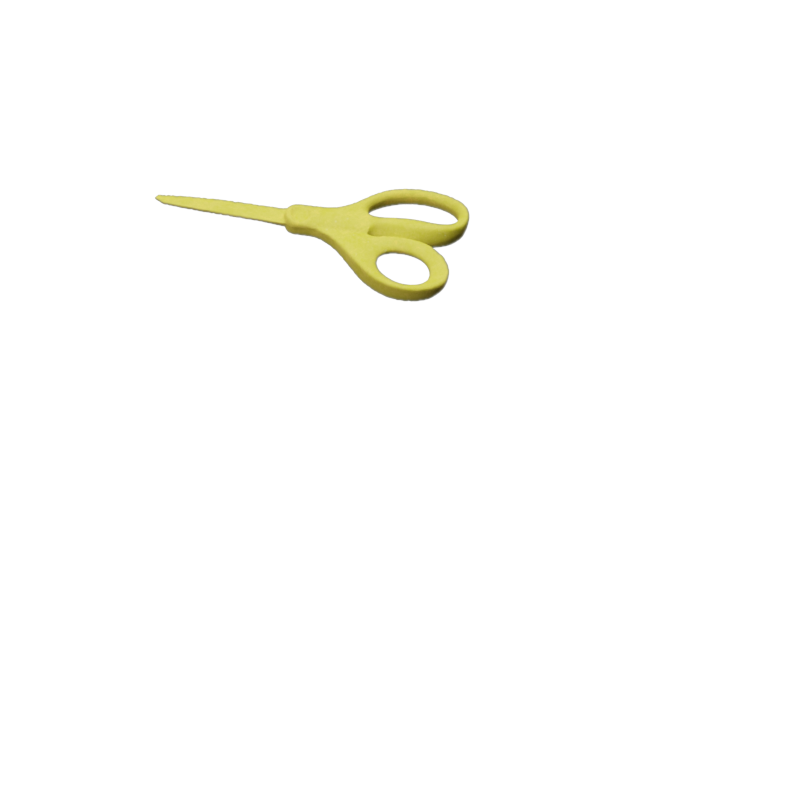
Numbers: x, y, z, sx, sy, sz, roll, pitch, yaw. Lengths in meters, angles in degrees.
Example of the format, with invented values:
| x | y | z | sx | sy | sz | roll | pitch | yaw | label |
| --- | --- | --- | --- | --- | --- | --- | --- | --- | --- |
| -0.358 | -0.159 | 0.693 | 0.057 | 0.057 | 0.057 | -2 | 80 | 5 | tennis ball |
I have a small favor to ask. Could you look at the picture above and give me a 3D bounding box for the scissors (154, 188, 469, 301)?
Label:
| x | y | z | sx | sy | sz | roll | pitch | yaw | label |
| --- | --- | --- | --- | --- | --- | --- | --- | --- | --- |
| -0.055 | -0.100 | 0.699 | 0.201 | 0.103 | 0.015 | -3 | -39 | -3 | scissors |
